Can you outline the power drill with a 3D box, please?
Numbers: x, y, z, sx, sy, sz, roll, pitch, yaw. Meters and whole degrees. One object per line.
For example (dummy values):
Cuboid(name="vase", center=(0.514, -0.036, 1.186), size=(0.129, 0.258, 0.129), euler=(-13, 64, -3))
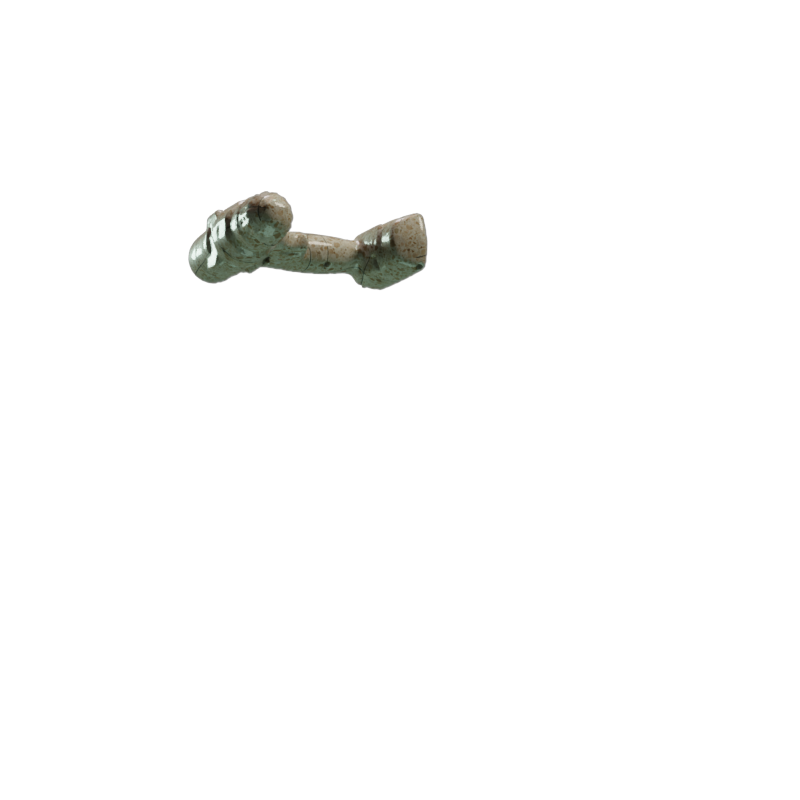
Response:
Cuboid(name="power drill", center=(-0.075, -0.137, 0.960), size=(0.182, 0.059, 0.186), euler=(2, -6, -24))
